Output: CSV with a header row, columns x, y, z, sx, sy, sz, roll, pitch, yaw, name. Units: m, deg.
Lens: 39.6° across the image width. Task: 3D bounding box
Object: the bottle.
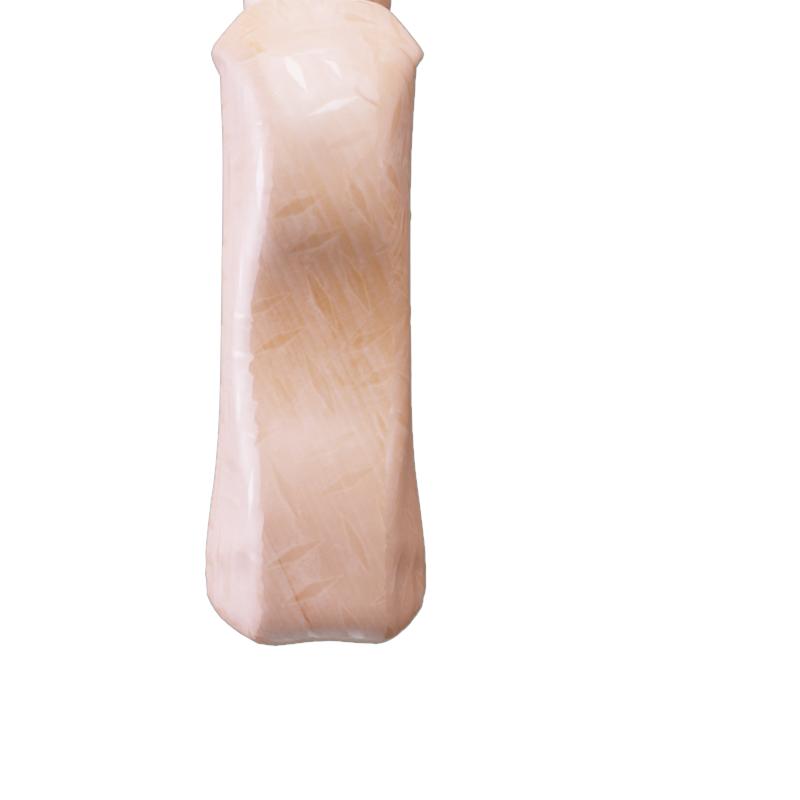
x,y,z,sx,sy,sz,roll,pitch,yaw,name
-0.023,-0.043,0.300,0.058,0.193,0.096,0,-1,-5,bottle
